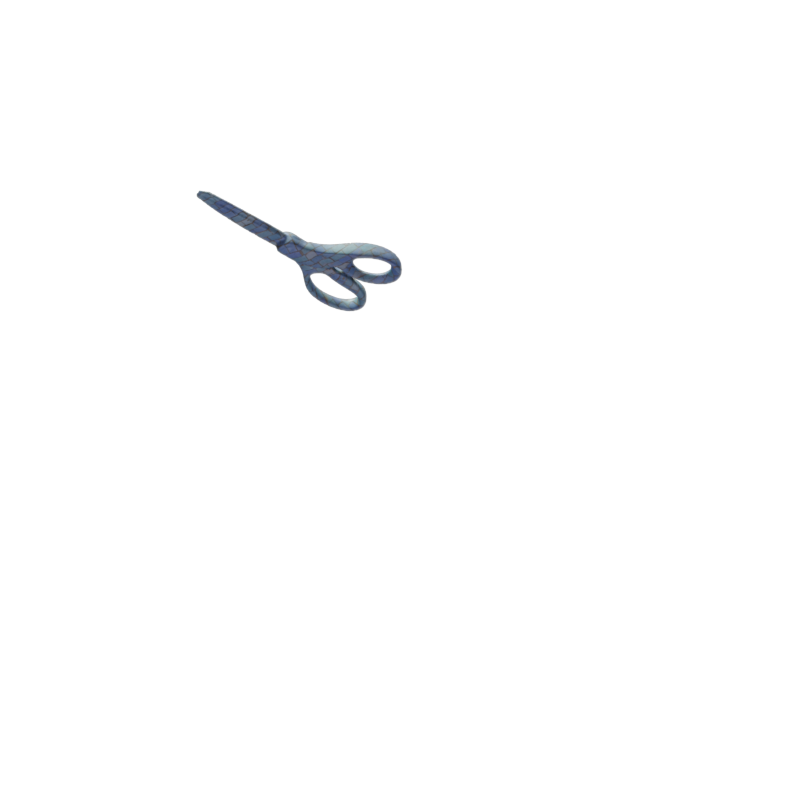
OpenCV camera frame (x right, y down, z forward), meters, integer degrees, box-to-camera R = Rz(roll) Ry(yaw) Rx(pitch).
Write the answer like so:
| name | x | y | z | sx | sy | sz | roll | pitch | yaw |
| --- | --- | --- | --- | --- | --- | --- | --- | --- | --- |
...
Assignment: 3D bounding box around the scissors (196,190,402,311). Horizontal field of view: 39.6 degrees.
| name | x | y | z | sx | sy | sz | roll | pitch | yaw |
| --- | --- | --- | --- | --- | --- | --- | --- | --- | --- |
| scissors | -0.072 | -0.131 | 0.920 | 0.097 | 0.017 | 0.186 | -16 | -35 | 25 |
